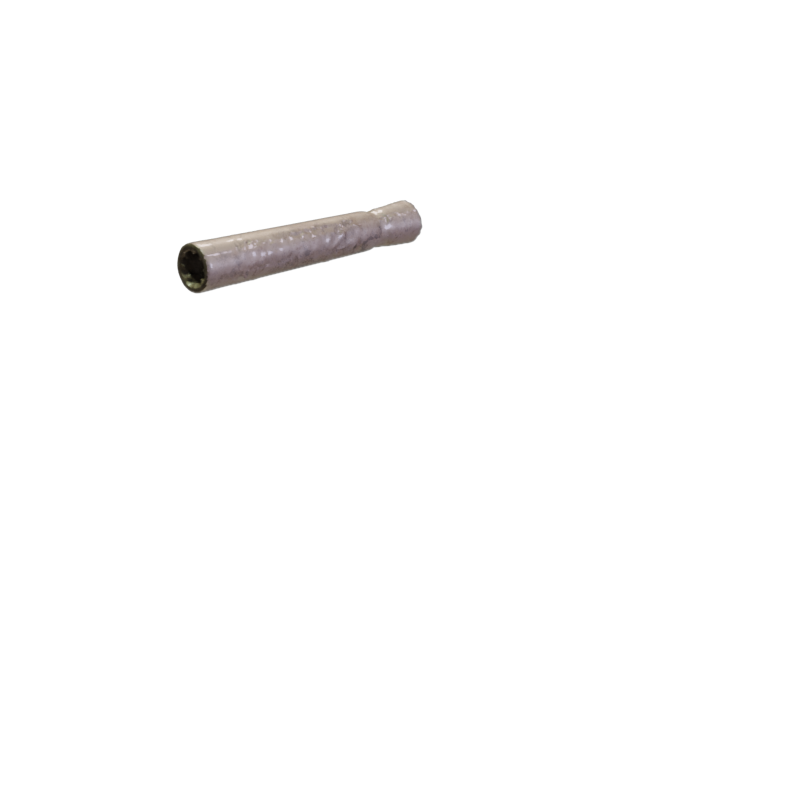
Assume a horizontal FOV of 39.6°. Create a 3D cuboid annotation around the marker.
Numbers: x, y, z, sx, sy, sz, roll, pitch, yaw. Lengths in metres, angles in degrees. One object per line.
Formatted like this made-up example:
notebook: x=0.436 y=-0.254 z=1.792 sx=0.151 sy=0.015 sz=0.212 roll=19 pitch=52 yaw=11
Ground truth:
marker: x=-0.034 y=-0.063 z=0.440 sx=0.021 sy=0.019 sz=0.119 roll=4 pitch=18 yaw=45
